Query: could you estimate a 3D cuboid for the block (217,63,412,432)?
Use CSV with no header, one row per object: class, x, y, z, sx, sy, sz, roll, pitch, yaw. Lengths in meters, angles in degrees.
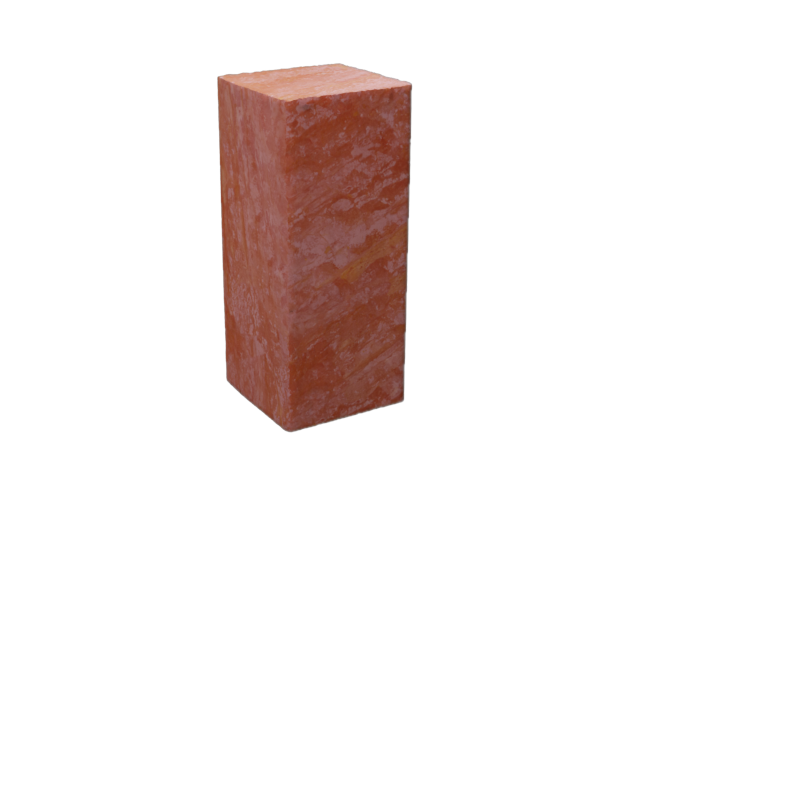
block,-0.054,-0.099,0.695,0.089,0.197,0.096,-11,24,-30
